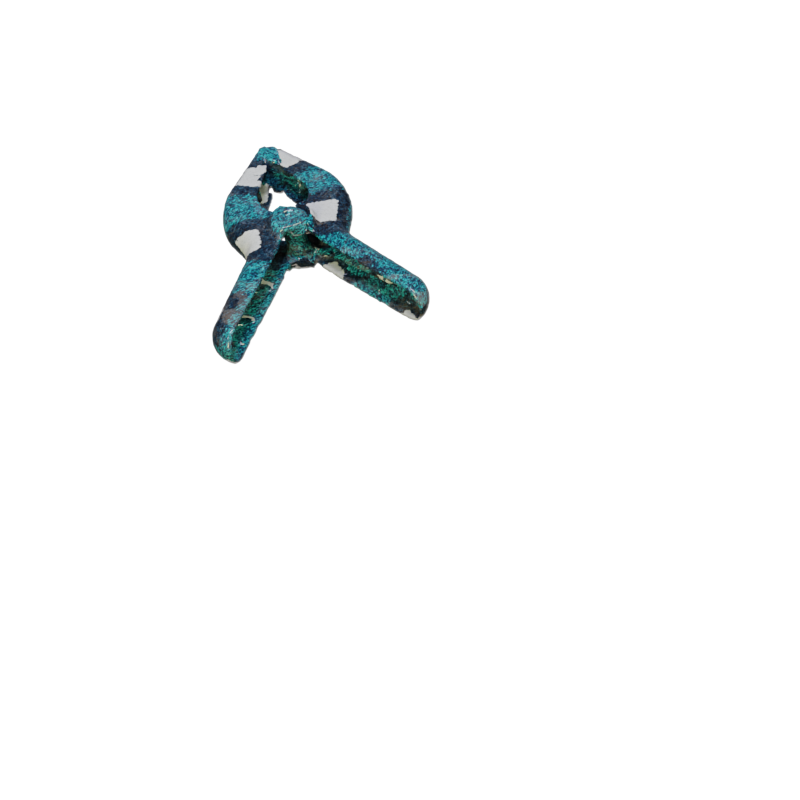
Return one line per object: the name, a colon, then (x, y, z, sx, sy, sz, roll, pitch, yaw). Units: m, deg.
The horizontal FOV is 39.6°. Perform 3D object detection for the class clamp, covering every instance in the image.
clamp: (-0.051, -0.094, 0.657, 0.119, 0.185, 0.036, -4, -43, -4)
